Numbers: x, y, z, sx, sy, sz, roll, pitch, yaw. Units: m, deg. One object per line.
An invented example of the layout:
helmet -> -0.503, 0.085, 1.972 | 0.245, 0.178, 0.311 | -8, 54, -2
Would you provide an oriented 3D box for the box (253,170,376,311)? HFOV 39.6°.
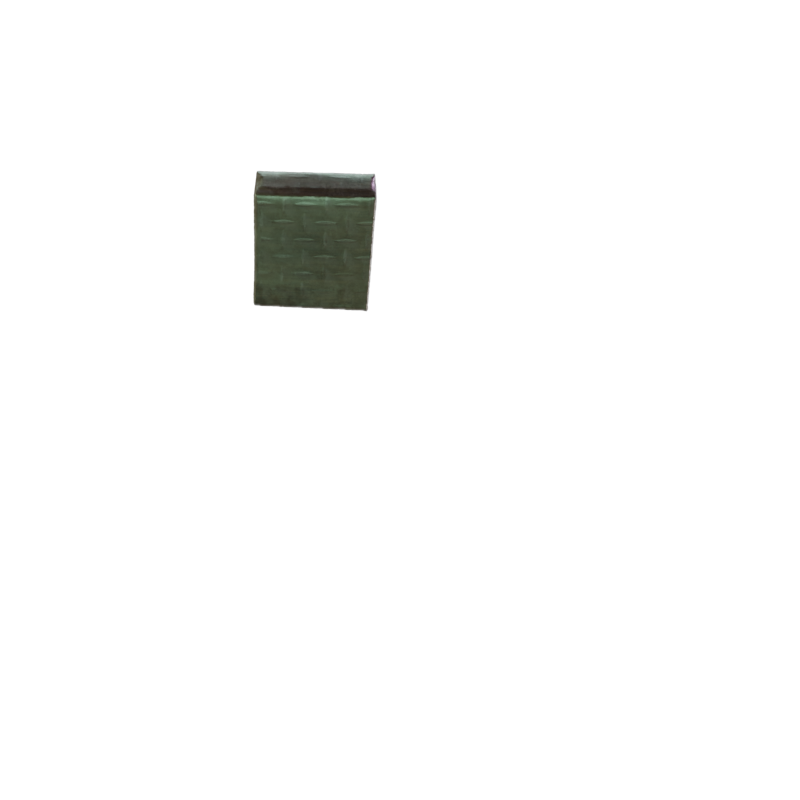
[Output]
box -> -0.054, -0.098, 0.687 | 0.073, 0.083, 0.032 | 2, 39, -3
